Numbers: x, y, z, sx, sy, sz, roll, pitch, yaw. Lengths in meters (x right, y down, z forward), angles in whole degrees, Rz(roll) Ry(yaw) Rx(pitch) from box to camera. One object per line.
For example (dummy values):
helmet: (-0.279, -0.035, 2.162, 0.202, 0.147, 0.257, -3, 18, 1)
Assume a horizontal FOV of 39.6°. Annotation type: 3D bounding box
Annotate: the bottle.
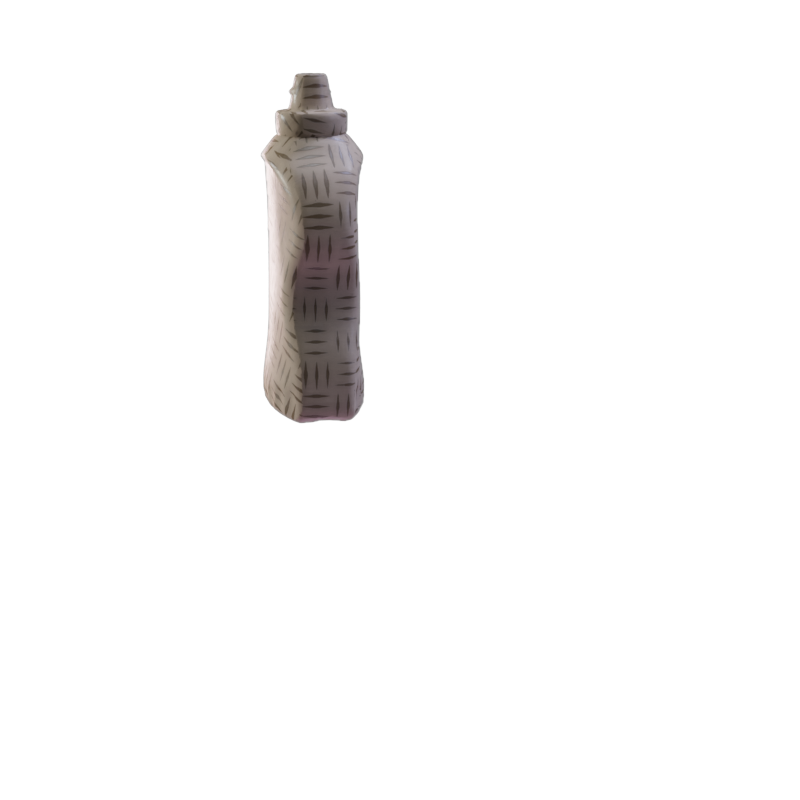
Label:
bottle: (-0.050, -0.091, 0.638, 0.058, 0.186, 0.100, -1, 13, -10)
